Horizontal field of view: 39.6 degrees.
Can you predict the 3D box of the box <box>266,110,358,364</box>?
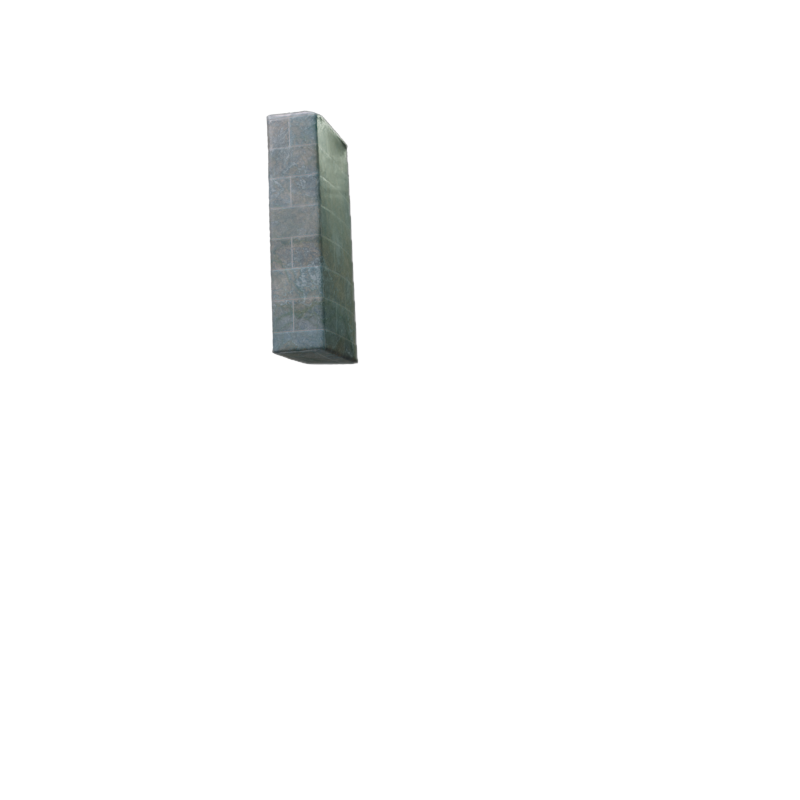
[{"bbox_3d":[-0.064,-0.118,0.824,0.049,0.181,0.089,-4,-11,13],"label":"box"}]
